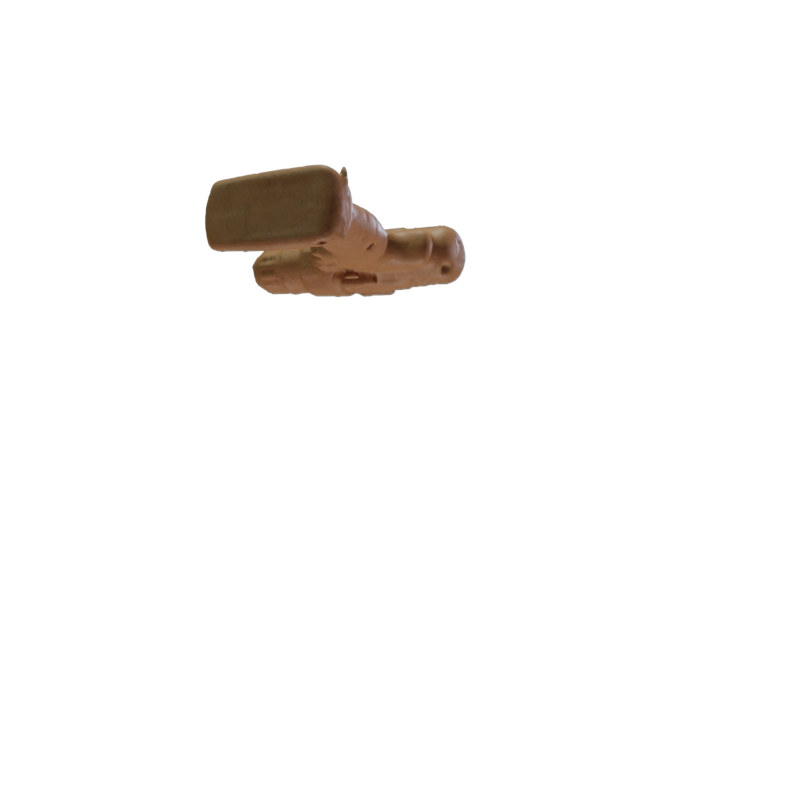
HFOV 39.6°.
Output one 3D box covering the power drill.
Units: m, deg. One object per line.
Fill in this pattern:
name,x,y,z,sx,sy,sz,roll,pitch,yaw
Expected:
power drill,-0.065,-0.119,0.835,0.189,0.059,0.178,-4,-8,26
